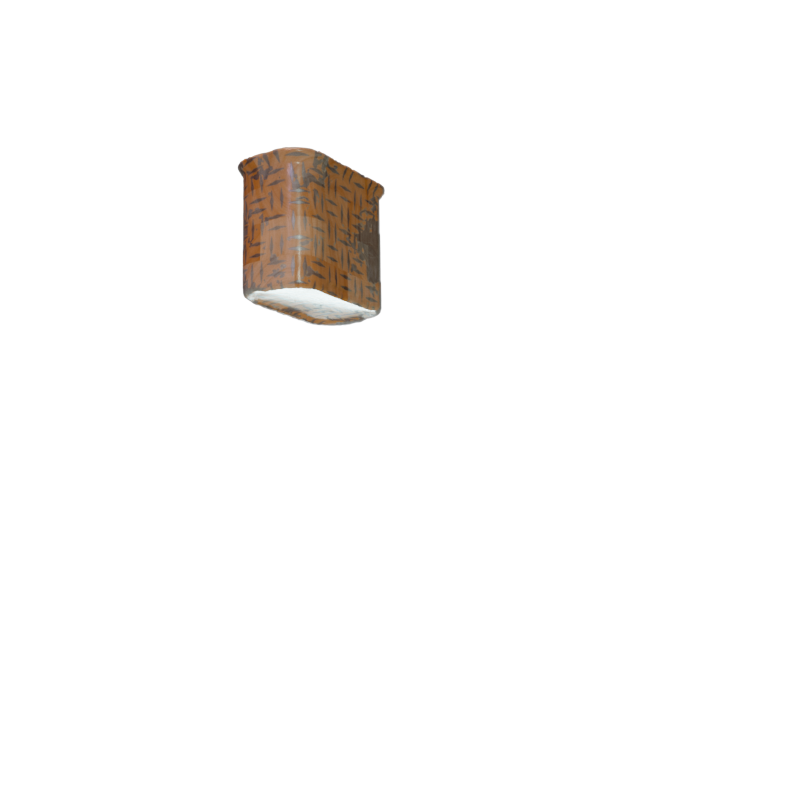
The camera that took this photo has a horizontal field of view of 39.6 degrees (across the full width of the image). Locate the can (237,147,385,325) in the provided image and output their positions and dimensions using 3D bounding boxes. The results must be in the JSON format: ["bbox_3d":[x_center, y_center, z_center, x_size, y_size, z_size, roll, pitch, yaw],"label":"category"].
[{"bbox_3d":[-0.053,-0.096,0.674,0.059,0.087,0.096,-10,-16,32],"label":"can"}]
